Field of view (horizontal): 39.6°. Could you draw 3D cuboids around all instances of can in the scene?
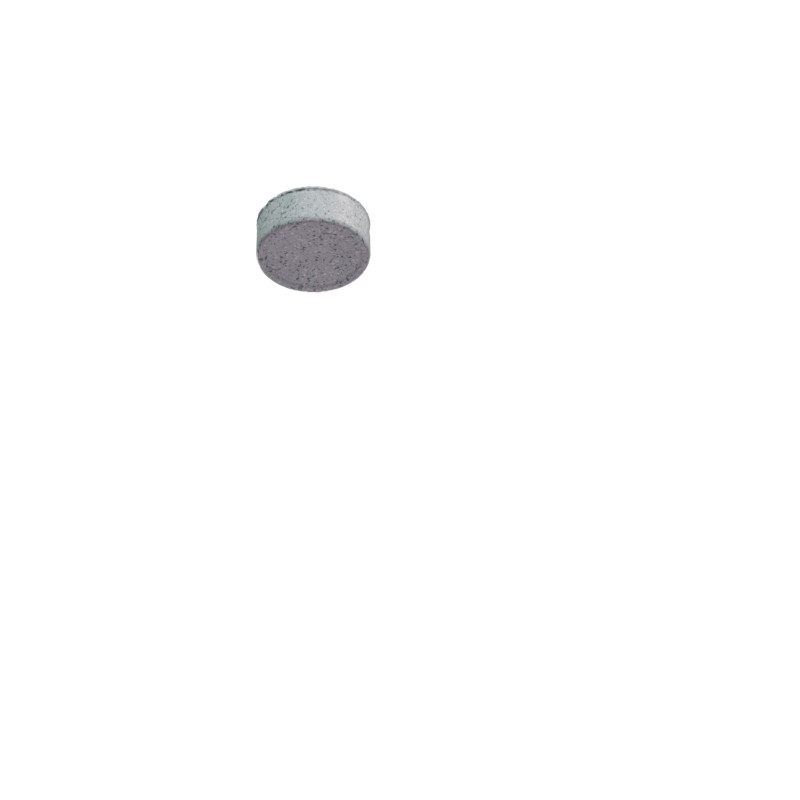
[{"bbox_3d":[-0.065,-0.118,0.824,0.086,0.036,0.080,1,-35,-2],"label":"can"}]
